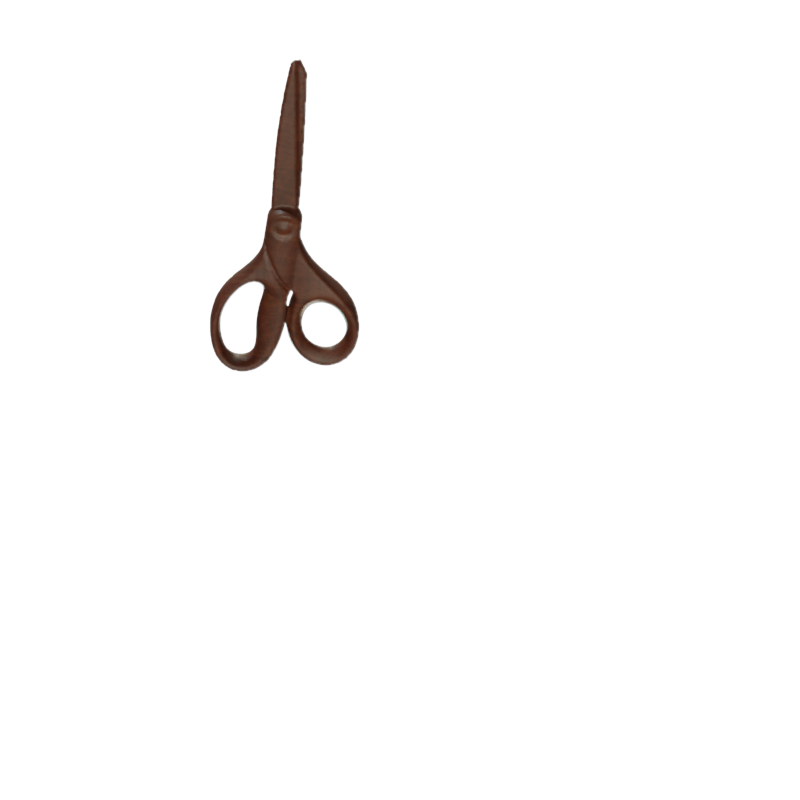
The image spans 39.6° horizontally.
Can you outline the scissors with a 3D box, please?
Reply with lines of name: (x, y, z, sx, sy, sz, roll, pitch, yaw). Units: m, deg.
scissors: (-0.048, -0.088, 0.618, 0.094, 0.193, 0.017, 18, 35, -14)
